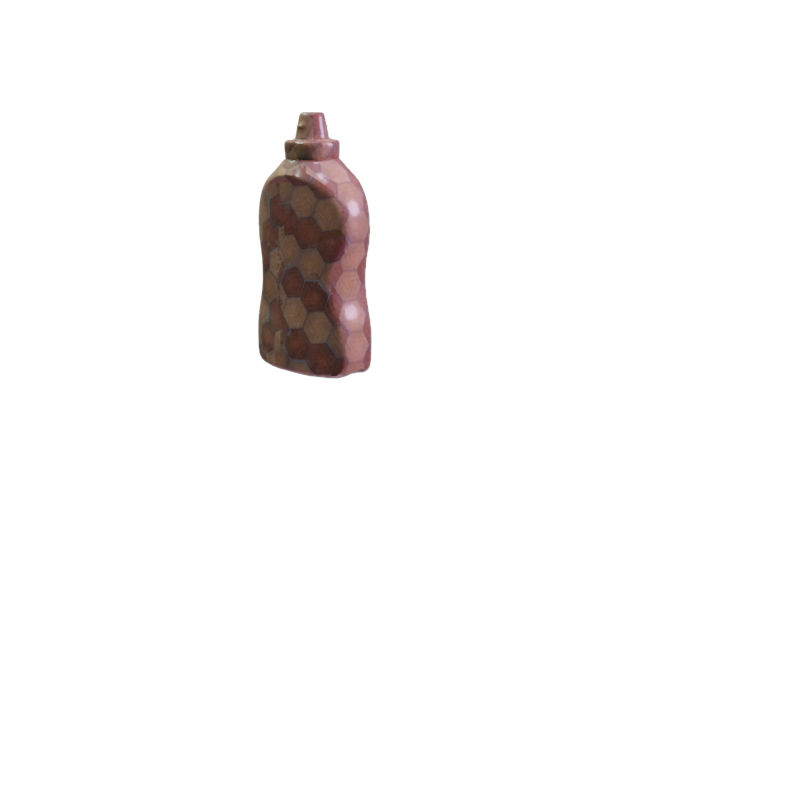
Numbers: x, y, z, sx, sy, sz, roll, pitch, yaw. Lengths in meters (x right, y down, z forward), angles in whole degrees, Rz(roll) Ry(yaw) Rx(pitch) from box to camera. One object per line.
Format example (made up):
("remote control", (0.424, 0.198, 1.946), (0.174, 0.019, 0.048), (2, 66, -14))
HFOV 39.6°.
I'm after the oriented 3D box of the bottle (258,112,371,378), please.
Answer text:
("bottle", (-0.065, -0.118, 0.827), (0.057, 0.188, 0.101), (-8, 13, -43))
